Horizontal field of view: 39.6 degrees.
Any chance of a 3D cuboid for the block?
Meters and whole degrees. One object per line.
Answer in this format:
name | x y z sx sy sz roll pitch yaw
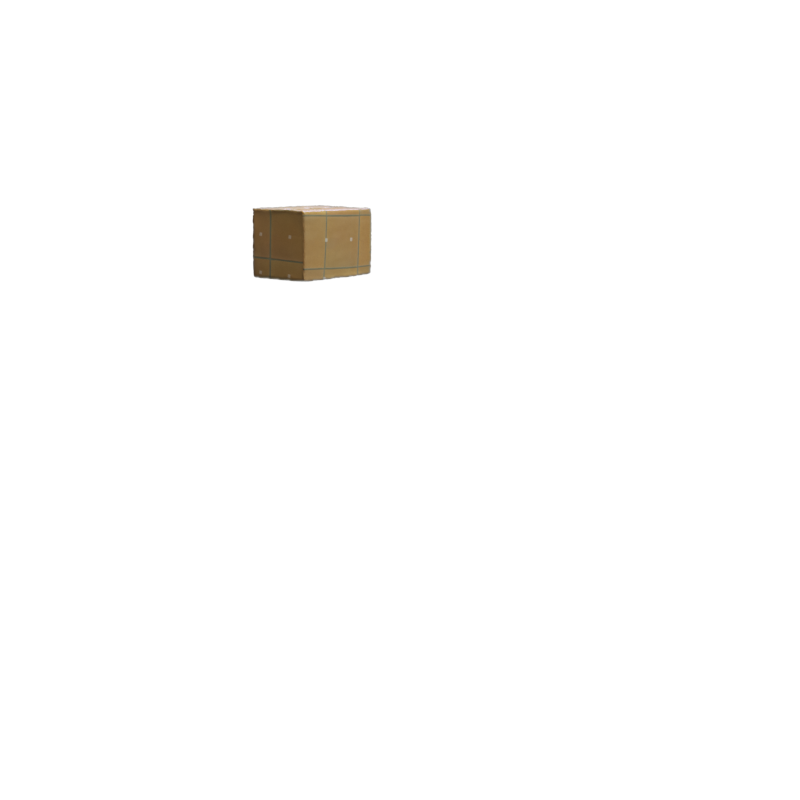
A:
block | -0.064 -0.117 0.820 0.055 0.050 0.076 7 12 38
